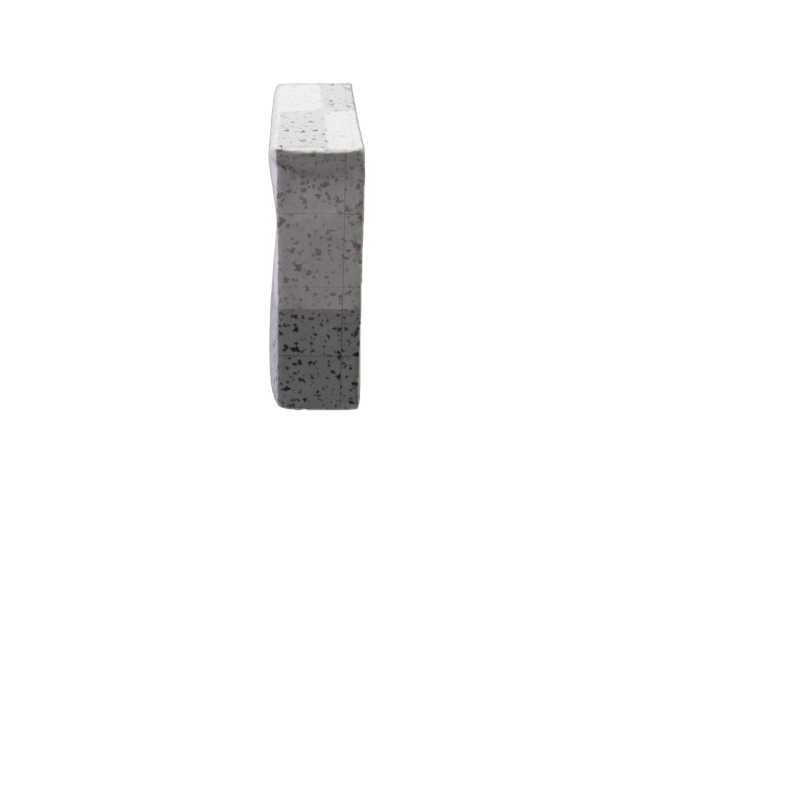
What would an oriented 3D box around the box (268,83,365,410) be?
[{"bbox_3d":[-0.068,-0.124,0.871,0.071,0.202,0.174,-1,27,-5],"label":"box"}]
